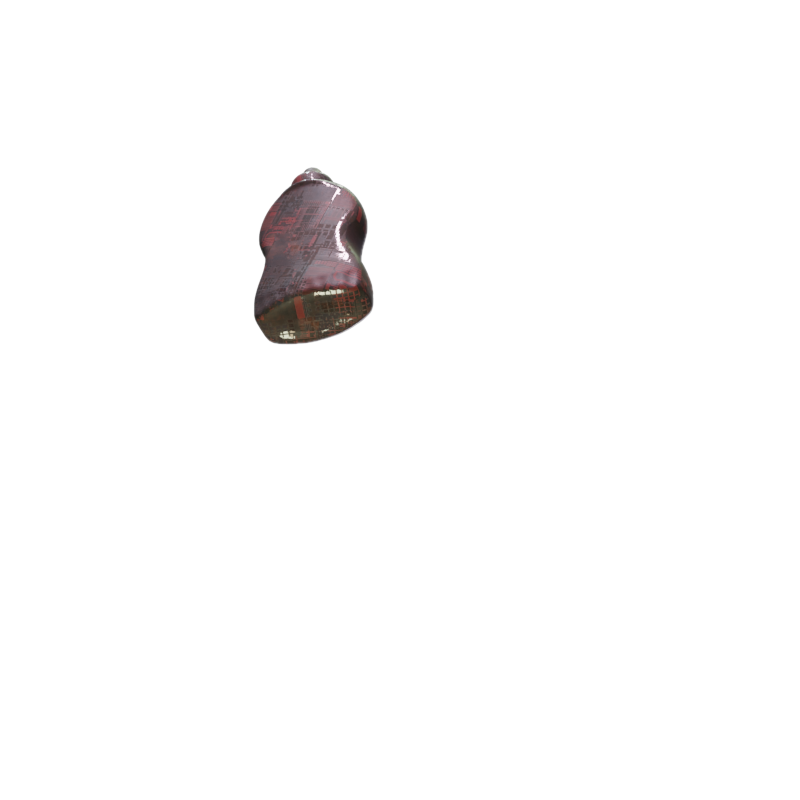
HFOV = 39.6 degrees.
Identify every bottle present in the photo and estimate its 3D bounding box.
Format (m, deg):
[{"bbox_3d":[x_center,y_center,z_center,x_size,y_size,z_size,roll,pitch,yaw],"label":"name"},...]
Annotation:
[{"bbox_3d":[-0.075,-0.138,0.961,0.097,0.206,0.054,-18,-47,14],"label":"bottle"}]
